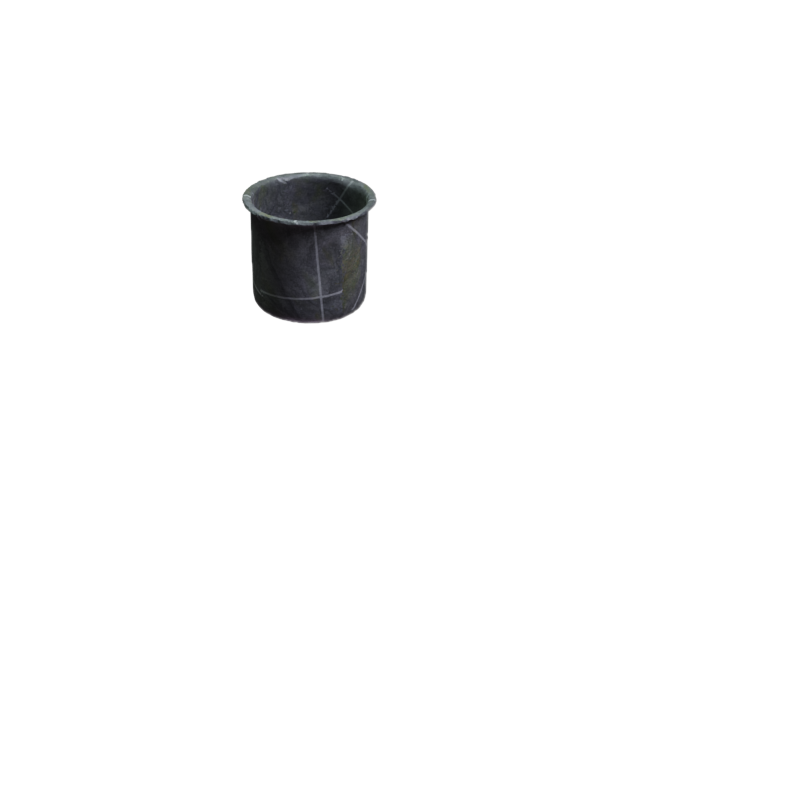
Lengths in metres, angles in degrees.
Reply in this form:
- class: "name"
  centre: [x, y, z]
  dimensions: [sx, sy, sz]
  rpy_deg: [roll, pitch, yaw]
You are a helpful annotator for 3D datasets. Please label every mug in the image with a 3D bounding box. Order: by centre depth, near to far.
- class: "mug"
  centre: [-0.062, -0.113, 0.794]
  dimensions: [0.095, 0.077, 0.122]
  rpy_deg: [6, 30, 8]
